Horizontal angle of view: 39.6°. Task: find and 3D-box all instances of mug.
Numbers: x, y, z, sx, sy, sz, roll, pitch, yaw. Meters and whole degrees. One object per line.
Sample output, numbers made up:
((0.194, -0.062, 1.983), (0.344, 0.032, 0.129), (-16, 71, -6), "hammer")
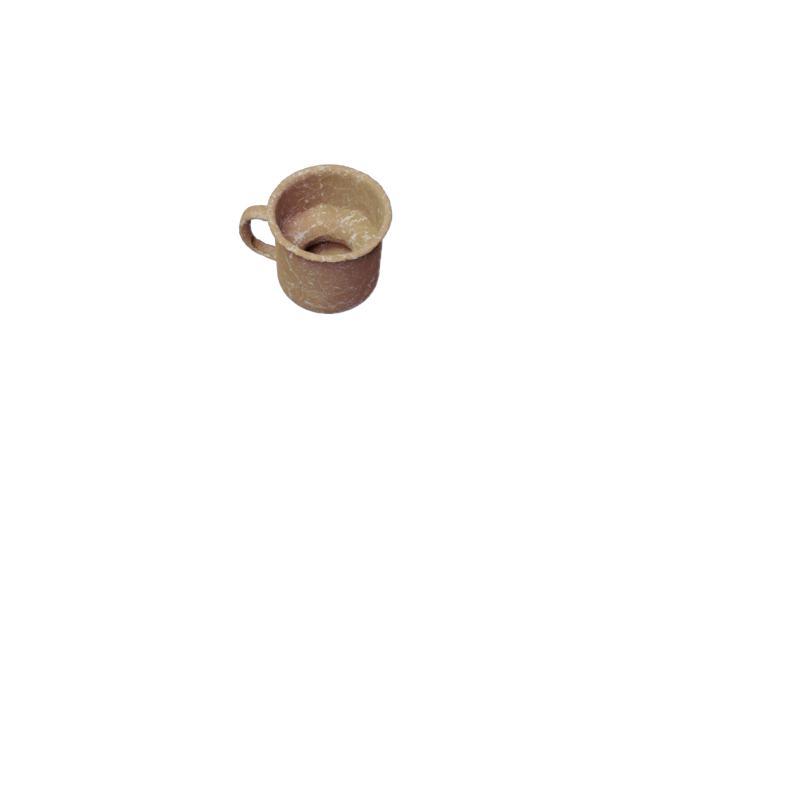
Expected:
((-0.067, -0.122, 0.851), (0.118, 0.099, 0.076), (8, -34, 4), "mug")
